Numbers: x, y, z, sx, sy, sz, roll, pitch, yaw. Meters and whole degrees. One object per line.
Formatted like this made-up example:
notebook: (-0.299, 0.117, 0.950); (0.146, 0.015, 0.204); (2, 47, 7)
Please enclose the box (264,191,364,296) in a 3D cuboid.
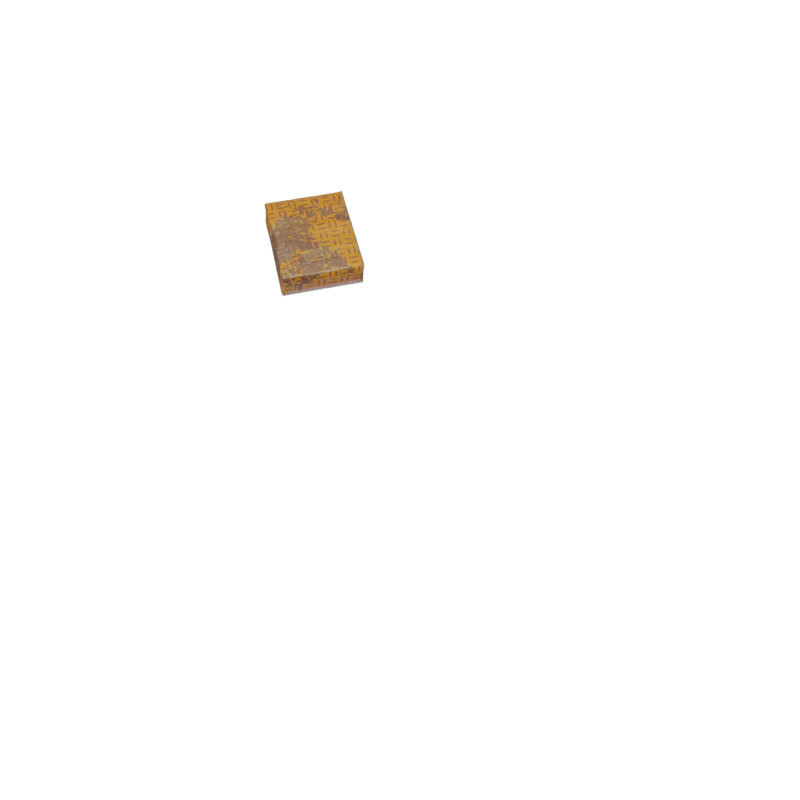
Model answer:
box: (-0.077, -0.140, 0.983); (0.073, 0.096, 0.028); (-10, -34, -8)
